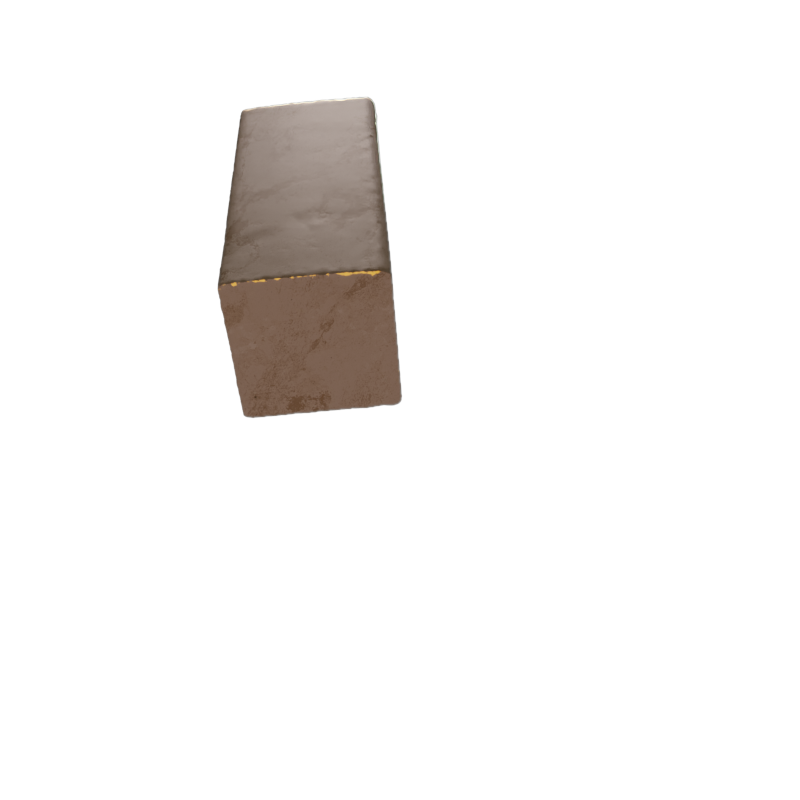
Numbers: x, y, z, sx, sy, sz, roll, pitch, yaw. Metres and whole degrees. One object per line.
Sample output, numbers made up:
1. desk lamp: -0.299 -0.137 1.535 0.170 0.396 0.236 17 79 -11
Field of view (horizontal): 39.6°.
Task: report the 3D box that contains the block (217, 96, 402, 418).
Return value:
1. block: -0.051 -0.095 0.665 0.090 0.084 0.221 -6 37 1
